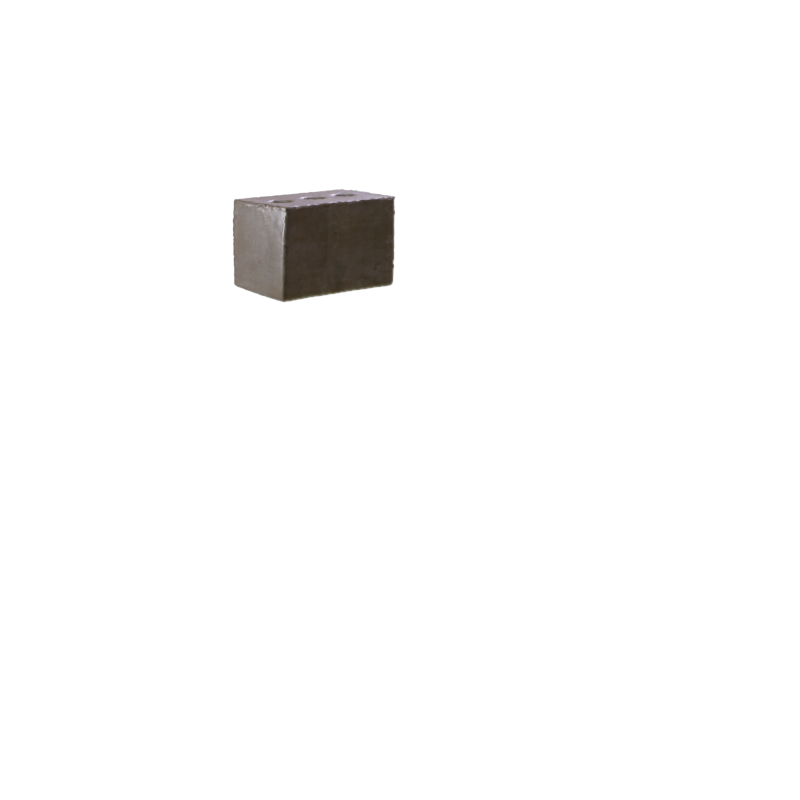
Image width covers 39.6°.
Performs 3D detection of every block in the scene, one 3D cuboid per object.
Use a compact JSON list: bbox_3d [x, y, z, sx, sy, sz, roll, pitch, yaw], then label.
[{"bbox_3d":[-0.049,-0.089,0.622,0.076,0.050,0.056,-12,19,-38],"label":"block"}]
